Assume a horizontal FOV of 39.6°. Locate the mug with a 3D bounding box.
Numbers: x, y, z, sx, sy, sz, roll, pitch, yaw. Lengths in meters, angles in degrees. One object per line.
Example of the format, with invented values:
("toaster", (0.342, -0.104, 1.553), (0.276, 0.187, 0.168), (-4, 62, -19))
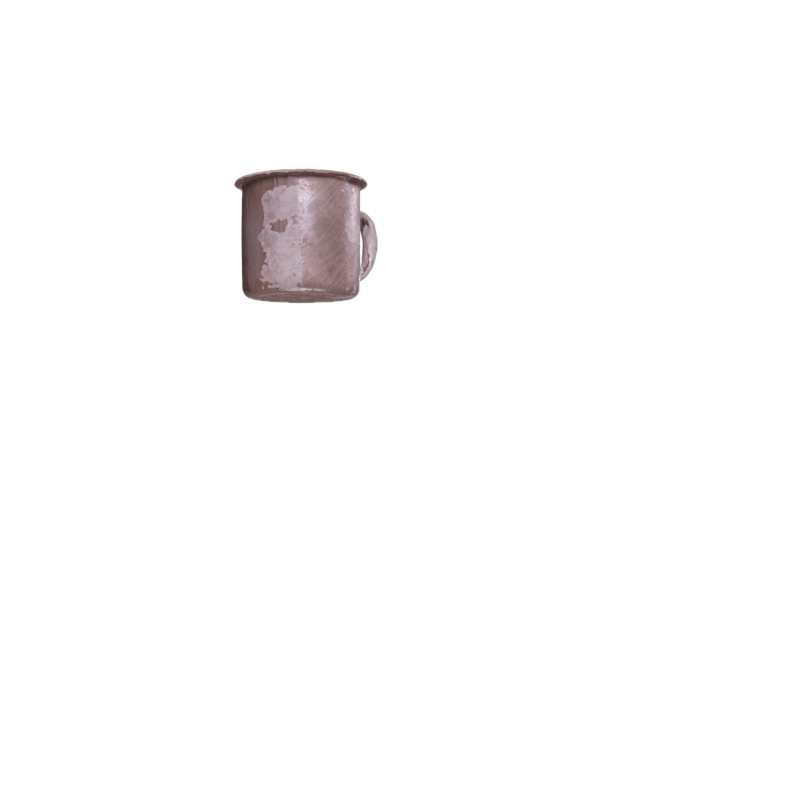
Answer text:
("mug", (-0.061, -0.111, 0.778), (0.096, 0.083, 0.112), (-4, -5, 43))
